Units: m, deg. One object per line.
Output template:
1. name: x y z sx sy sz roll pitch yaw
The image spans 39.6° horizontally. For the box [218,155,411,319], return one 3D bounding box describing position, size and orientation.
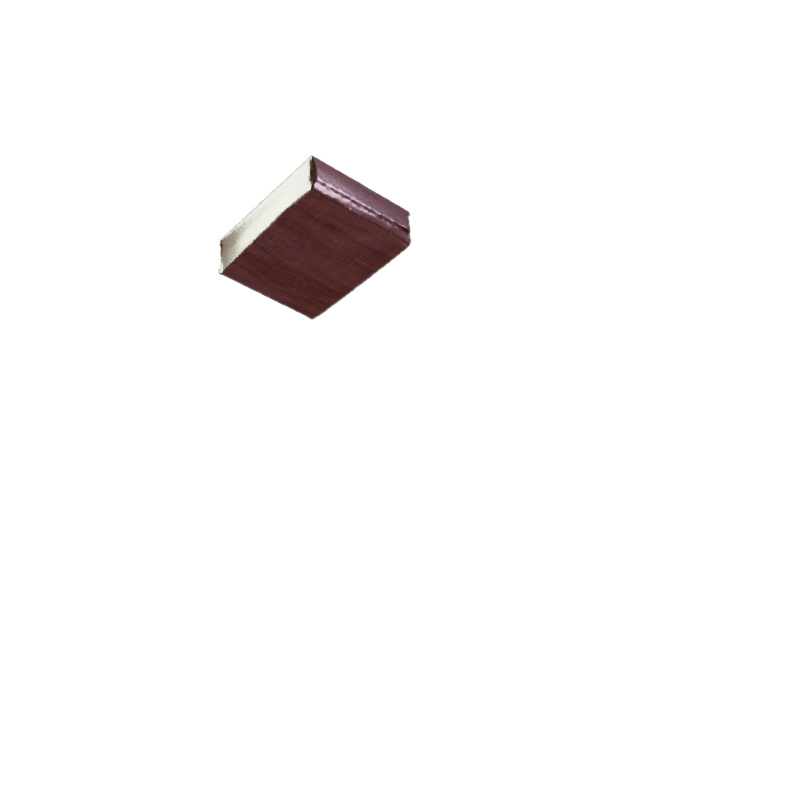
1. box: -0.062 -0.112 0.787 0.085 0.042 0.112 29 -48 -30
